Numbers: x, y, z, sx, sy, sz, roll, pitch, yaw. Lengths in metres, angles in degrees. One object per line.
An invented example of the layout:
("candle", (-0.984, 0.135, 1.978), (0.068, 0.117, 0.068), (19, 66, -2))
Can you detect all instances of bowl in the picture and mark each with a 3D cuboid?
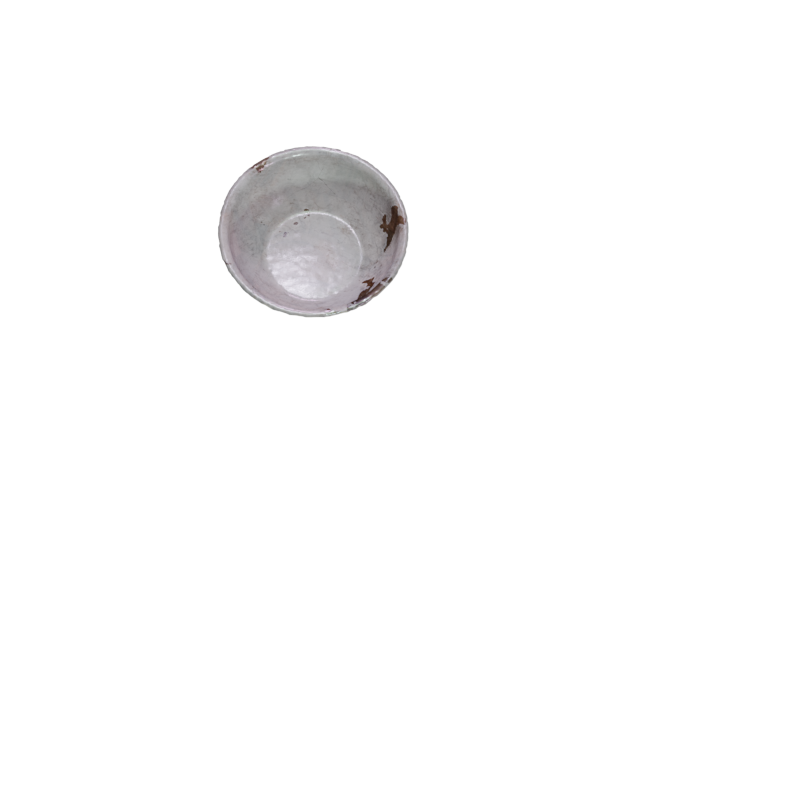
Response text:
("bowl", (-0.075, -0.137, 0.958), (0.162, 0.171, 0.052), (-1, -24, -1))
